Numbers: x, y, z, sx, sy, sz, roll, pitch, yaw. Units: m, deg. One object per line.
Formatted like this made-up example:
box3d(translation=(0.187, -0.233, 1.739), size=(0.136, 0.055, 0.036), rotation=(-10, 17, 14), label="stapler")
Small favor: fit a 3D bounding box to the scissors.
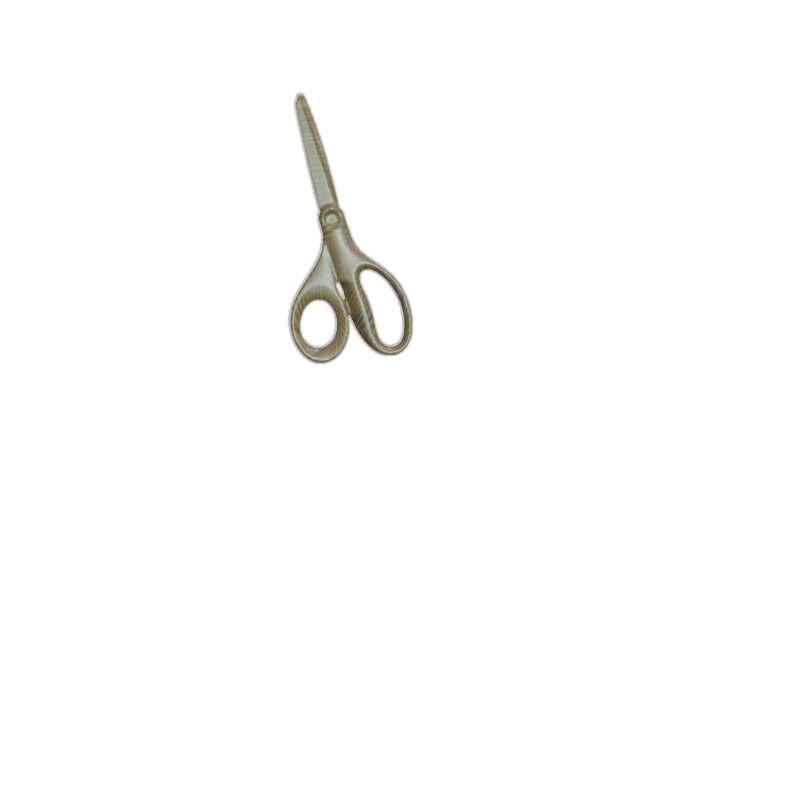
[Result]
box3d(translation=(-0.063, -0.115, 0.806), size=(0.096, 0.206, 0.015), rotation=(-29, -7, -4), label="scissors")
